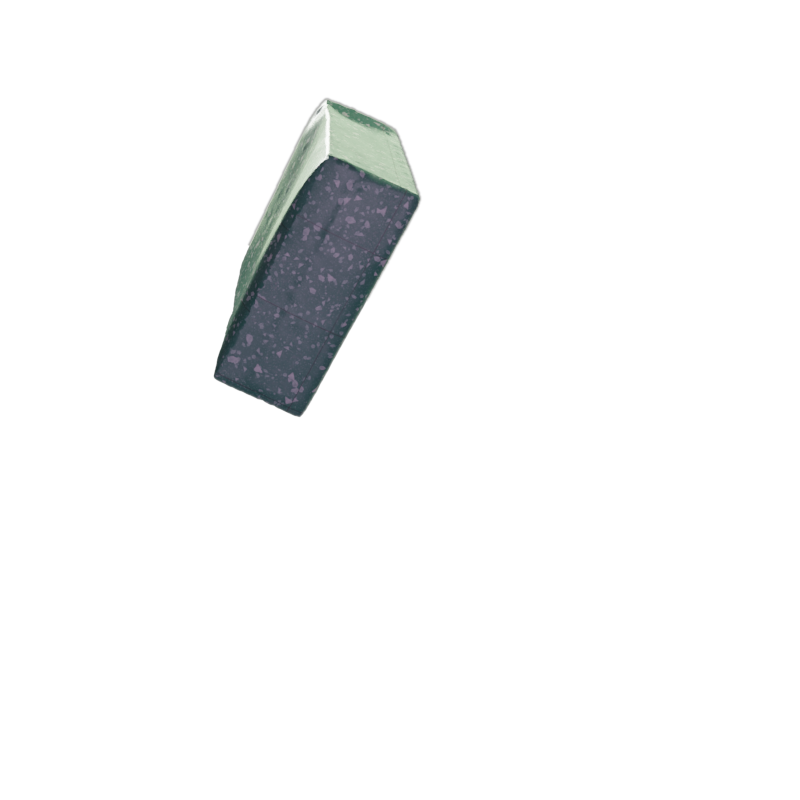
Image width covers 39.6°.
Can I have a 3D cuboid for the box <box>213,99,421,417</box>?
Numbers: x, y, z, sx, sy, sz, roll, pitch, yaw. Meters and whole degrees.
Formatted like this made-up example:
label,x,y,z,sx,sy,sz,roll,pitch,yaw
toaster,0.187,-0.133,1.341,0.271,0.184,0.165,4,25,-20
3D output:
label,x,y,z,sx,sy,sz,roll,pitch,yaw
box,-0.061,-0.111,0.775,0.070,0.160,0.224,25,18,-14
